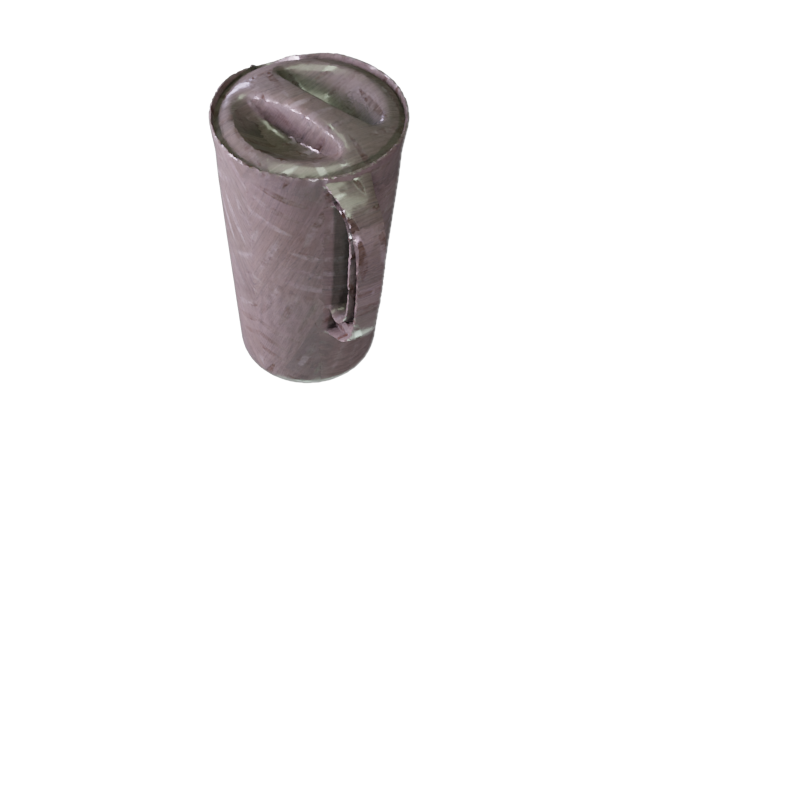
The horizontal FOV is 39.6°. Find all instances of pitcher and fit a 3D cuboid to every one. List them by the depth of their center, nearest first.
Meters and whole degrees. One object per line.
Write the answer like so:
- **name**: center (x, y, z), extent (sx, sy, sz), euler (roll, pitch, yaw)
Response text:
- **pitcher**: center (-0.063, -0.115, 0.809), extent (0.148, 0.156, 0.226), euler (17, -39, 11)
